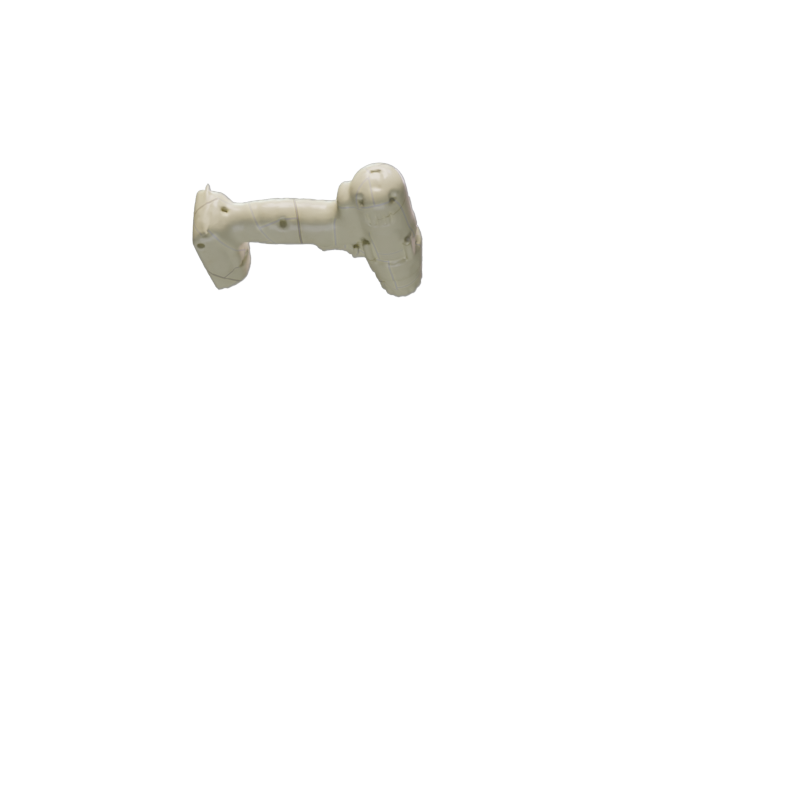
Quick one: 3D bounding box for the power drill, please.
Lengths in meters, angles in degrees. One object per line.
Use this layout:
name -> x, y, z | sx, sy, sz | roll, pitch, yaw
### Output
power drill -> -0.075, -0.137, 0.962 | 0.189, 0.061, 0.172 | -4, -26, 8
